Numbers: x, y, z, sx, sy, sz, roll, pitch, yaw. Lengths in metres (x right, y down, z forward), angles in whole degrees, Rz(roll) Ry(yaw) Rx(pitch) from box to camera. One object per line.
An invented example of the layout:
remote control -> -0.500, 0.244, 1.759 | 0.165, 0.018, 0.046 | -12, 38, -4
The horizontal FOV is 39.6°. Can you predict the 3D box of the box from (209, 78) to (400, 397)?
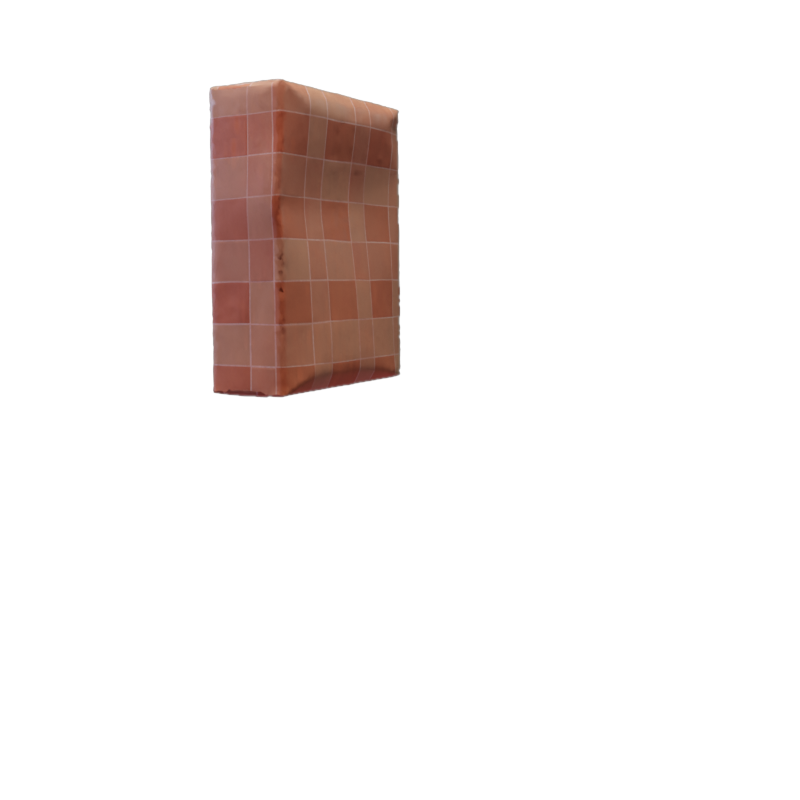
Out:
box -> -0.064, -0.116, 0.813 | 0.074, 0.214, 0.158 | -1, 0, 31
